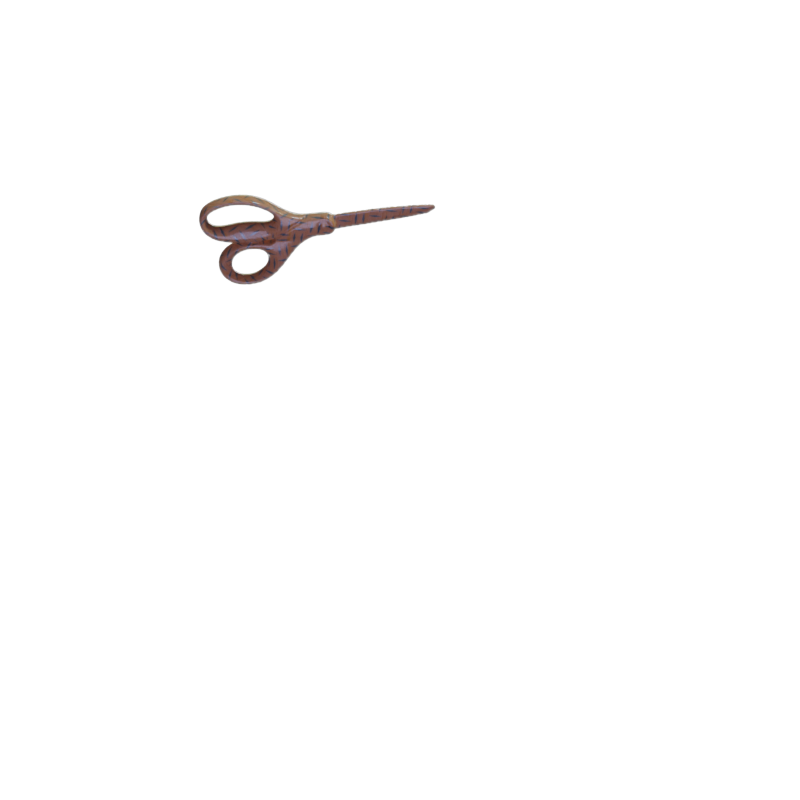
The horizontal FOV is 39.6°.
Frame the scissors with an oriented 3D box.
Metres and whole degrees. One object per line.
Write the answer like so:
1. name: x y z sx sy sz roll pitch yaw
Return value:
1. scissors: -0.076 -0.139 0.974 0.200 0.090 0.017 5 35 -3
